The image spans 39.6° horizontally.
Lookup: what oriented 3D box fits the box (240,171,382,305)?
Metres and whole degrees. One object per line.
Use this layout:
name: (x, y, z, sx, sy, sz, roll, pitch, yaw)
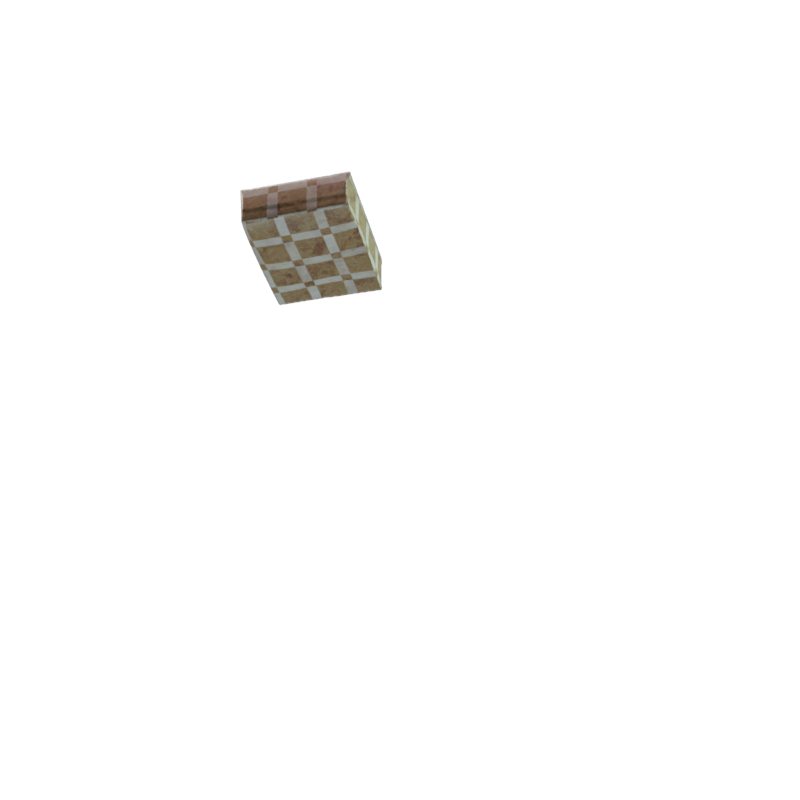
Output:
box: (-0.069, -0.126, 0.883, 0.091, 0.042, 0.105, -8, -34, 11)
